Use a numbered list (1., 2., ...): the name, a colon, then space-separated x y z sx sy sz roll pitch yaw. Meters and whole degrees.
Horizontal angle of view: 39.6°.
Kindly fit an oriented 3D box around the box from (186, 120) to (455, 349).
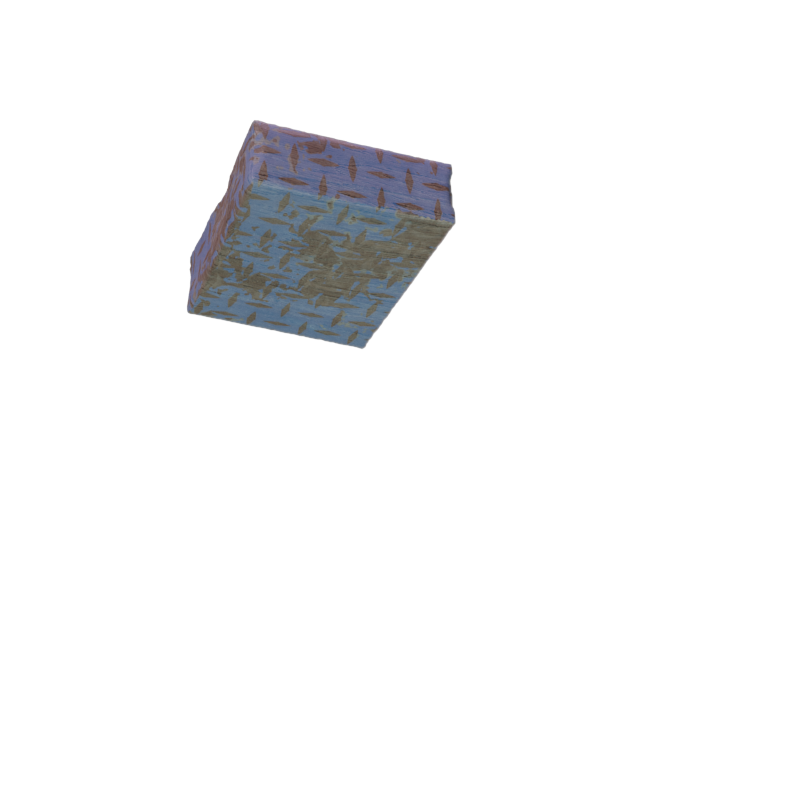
1. box: -0.032 -0.057 0.403 0.071 0.032 0.086 11 -32 -19
